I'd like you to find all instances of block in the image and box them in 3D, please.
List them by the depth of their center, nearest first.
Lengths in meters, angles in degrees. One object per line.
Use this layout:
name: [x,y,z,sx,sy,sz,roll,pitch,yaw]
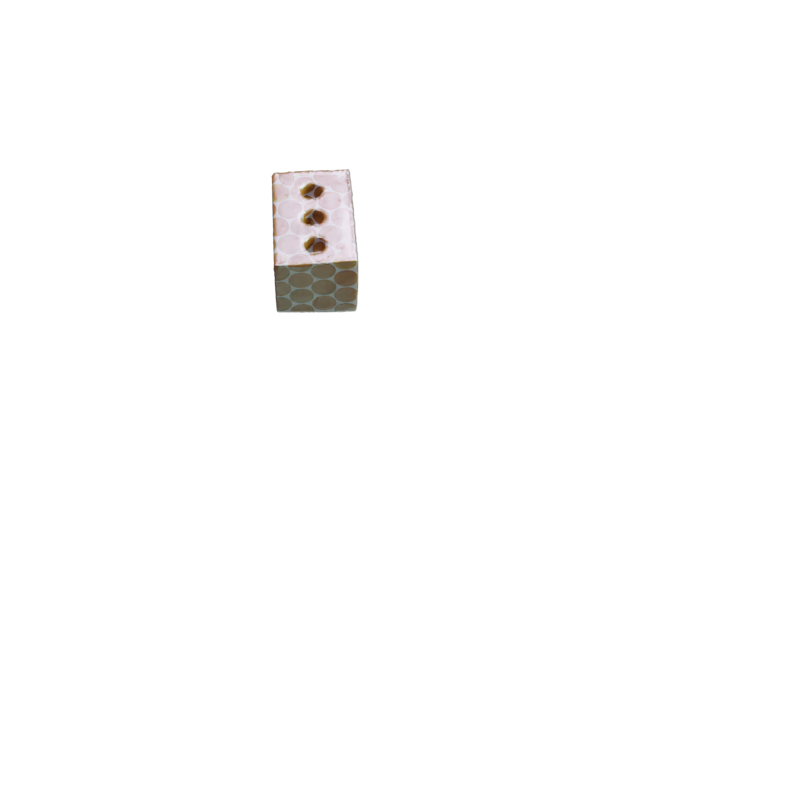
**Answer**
block: [-0.056,-0.101,0.710,0.052,0.084,0.048,-3,-35,-4]
